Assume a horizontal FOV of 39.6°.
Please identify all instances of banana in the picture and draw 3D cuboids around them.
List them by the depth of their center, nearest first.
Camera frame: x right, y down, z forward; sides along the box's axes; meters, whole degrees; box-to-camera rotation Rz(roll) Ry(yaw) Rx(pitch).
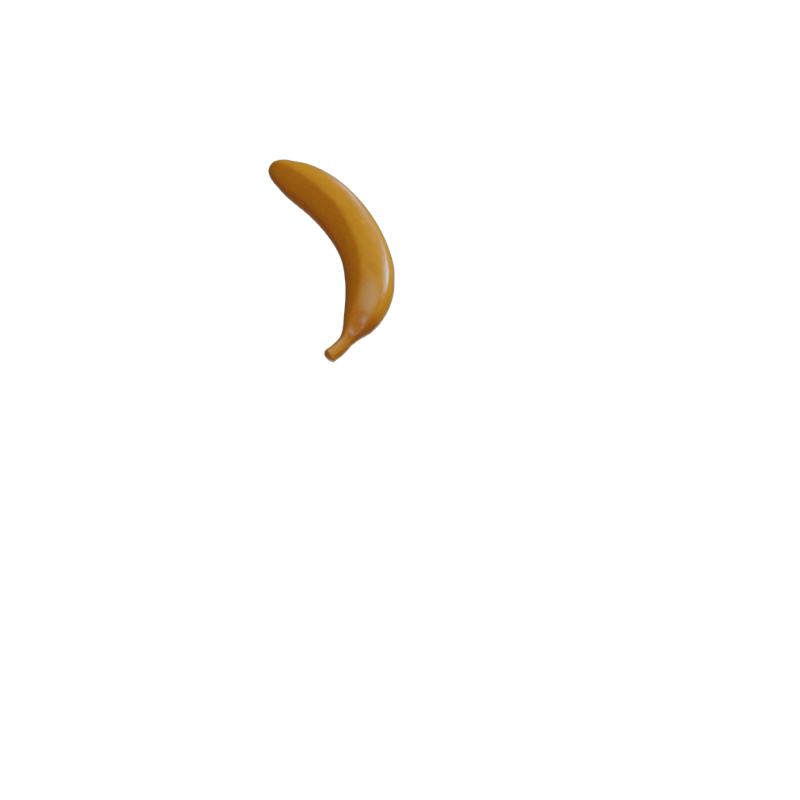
[{"bbox_3d":[-0.047,-0.121,0.844,0.069,0.214,0.034,-12,-38,-10],"label":"banana"}]
